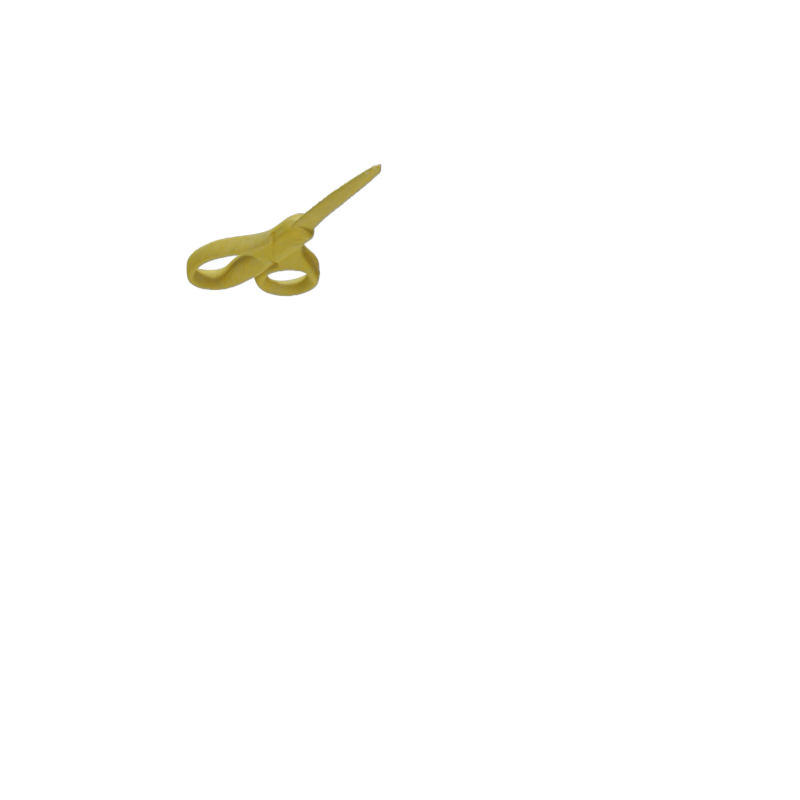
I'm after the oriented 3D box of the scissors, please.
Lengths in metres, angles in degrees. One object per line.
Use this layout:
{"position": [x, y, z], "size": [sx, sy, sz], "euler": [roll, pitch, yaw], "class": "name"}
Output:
{"position": [-0.054, -0.098, 0.689], "size": [0.205, 0.016, 0.091], "euler": [-14, -21, 42], "class": "scissors"}
